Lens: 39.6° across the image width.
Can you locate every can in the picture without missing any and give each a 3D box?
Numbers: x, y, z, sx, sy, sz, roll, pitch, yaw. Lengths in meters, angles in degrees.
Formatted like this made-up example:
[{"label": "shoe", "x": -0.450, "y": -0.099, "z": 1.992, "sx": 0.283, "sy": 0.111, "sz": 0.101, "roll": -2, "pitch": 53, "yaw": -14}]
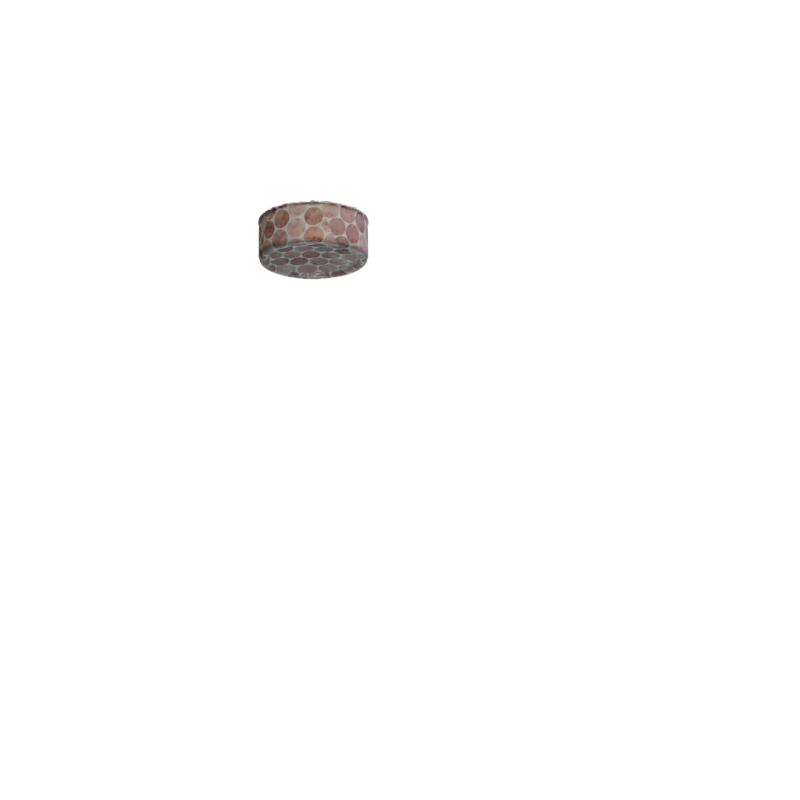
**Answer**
[{"label": "can", "x": -0.067, "y": -0.122, "z": 0.854, "sx": 0.086, "sy": 0.035, "sz": 0.083, "roll": 0, "pitch": -15, "yaw": -2}]
